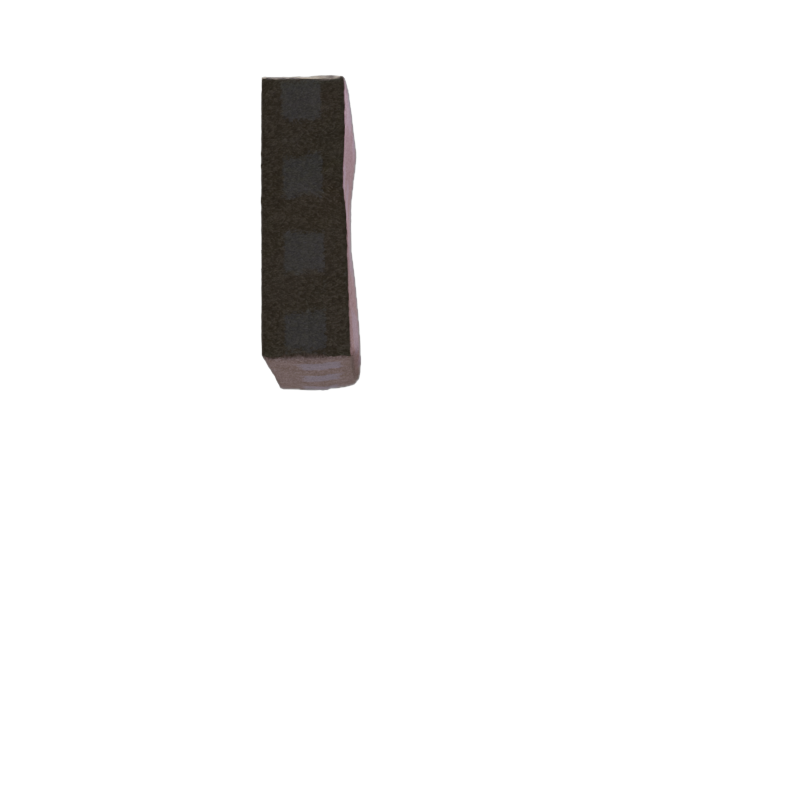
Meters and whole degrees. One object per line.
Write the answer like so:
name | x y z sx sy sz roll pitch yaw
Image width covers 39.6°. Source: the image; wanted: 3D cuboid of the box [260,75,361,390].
box | -0.068 -0.124 0.868 0.072 0.221 0.159 -1 -12 0
